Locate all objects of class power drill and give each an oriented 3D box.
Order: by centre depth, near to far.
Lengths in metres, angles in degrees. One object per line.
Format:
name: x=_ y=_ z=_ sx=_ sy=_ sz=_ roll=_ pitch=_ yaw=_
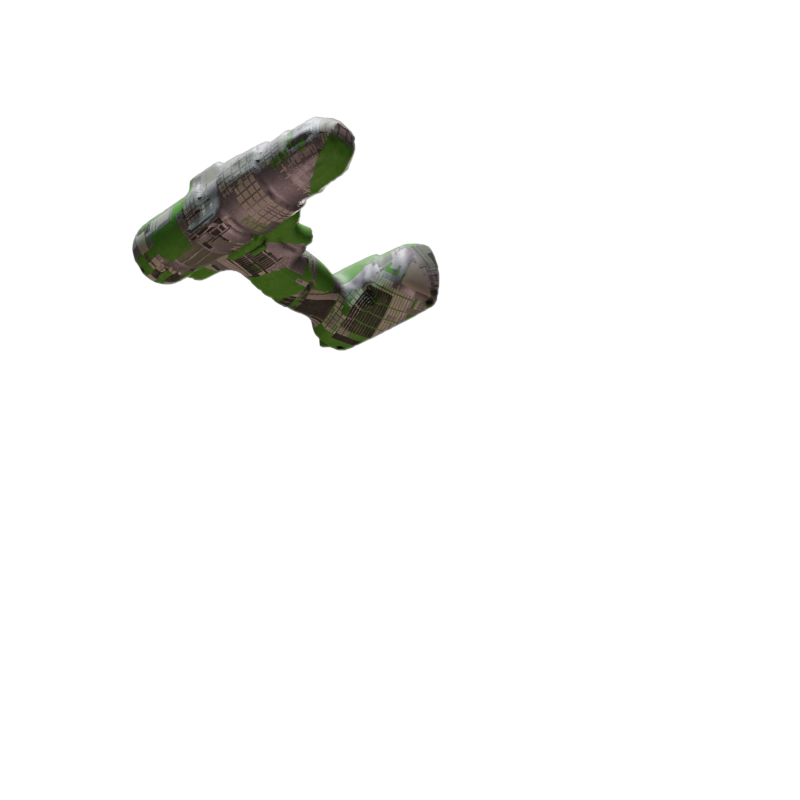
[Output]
power drill: x=-0.059 y=-0.107 z=0.752 sx=0.185 sy=0.061 sz=0.175 roll=-24 pitch=-37 yaw=35
